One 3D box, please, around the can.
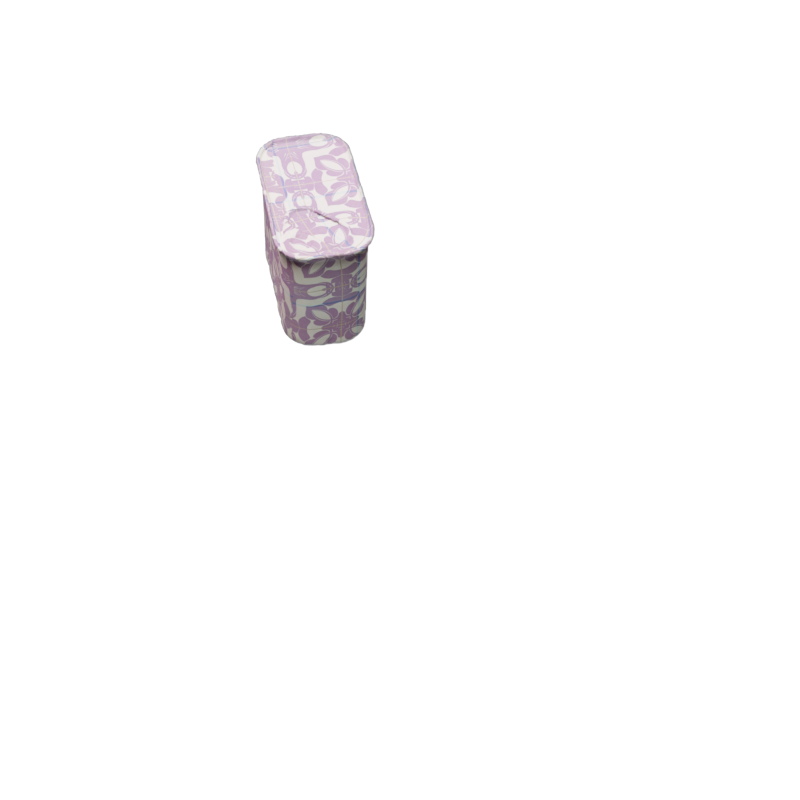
[{"bbox_3d":[-0.052,-0.095,0.667,0.057,0.110,0.078,-8,-39,-10],"label":"can"}]
